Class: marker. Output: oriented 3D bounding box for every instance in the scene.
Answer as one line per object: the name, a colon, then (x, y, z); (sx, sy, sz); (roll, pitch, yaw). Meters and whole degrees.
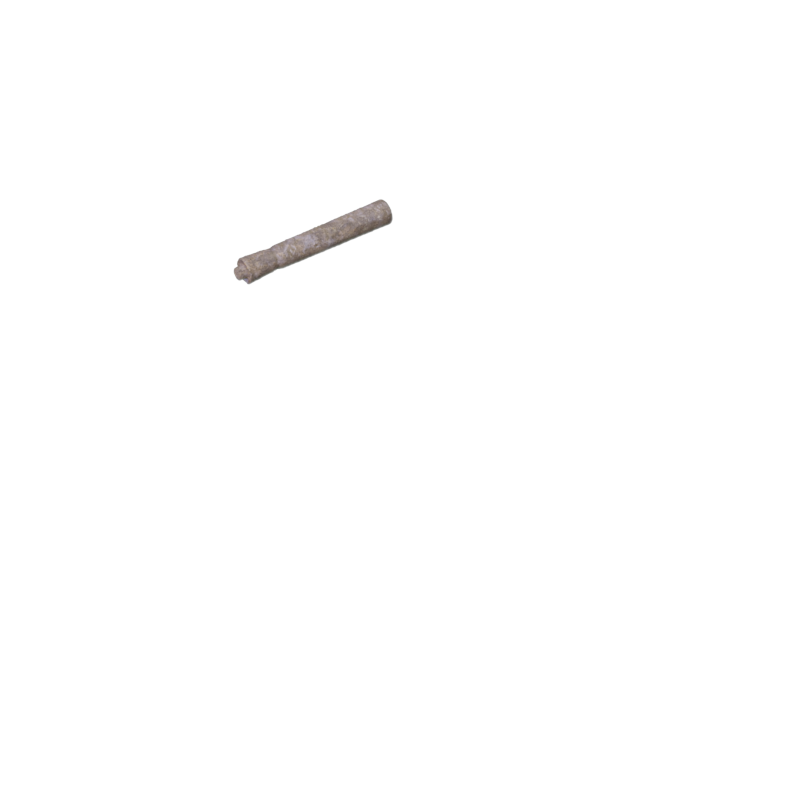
marker: (-0.059, -0.108, 0.759); (0.120, 0.019, 0.020); (-27, 15, -23)
